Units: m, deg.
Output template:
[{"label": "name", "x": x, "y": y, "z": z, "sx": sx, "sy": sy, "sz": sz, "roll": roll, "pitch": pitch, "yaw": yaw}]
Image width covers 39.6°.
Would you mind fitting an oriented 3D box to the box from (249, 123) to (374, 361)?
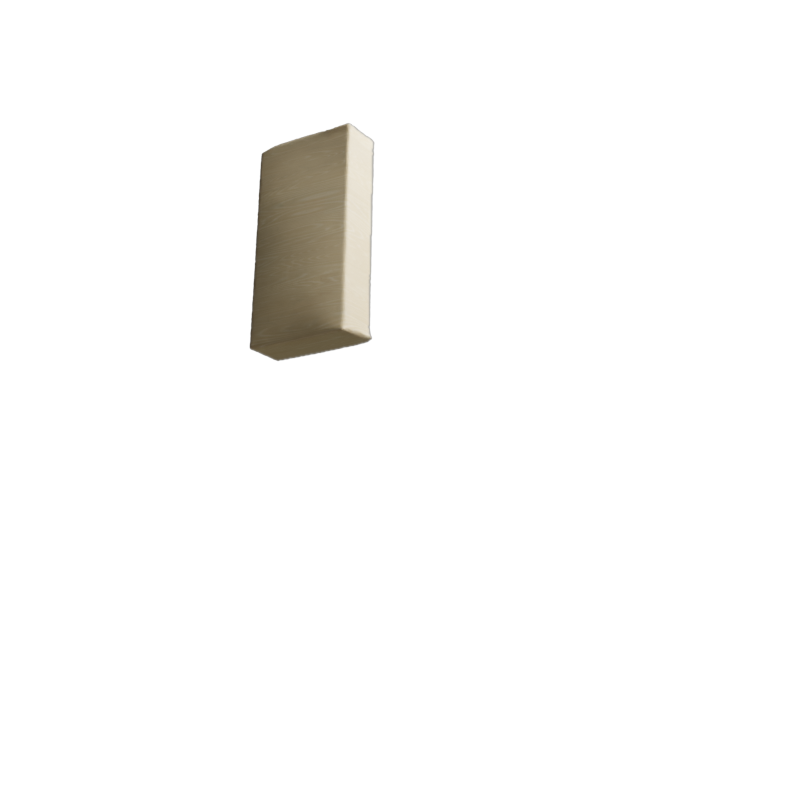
[{"label": "box", "x": -0.070, "y": -0.126, "z": 0.885, "sx": 0.095, "sy": 0.185, "sz": 0.045, "roll": -13, "pitch": -24, "yaw": 31}]
